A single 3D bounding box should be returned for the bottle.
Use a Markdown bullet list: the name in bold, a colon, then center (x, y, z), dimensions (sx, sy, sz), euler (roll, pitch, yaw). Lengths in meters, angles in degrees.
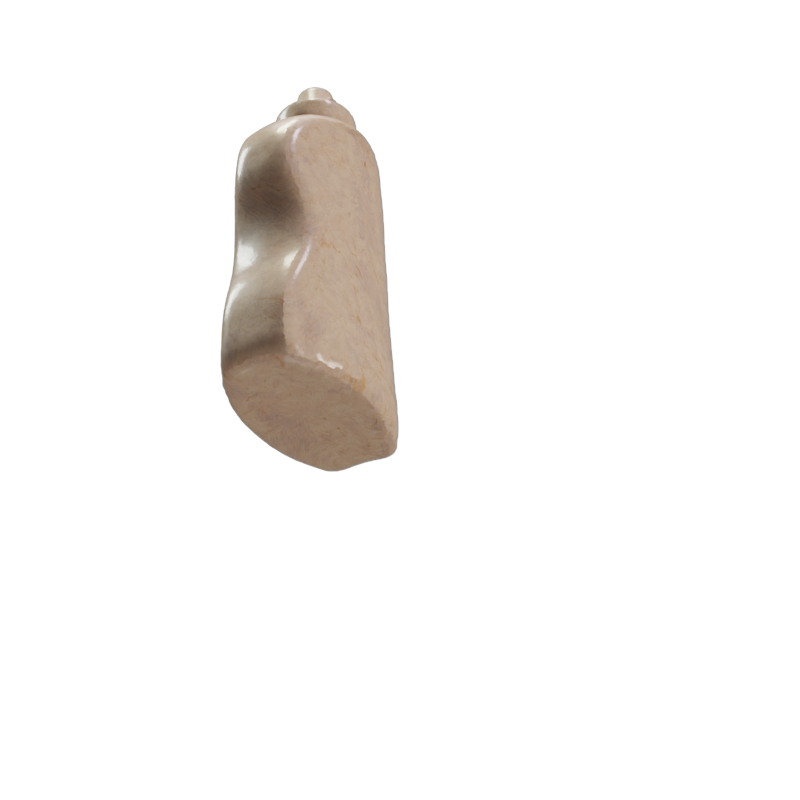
- **bottle**: center (-0.039, -0.072, 0.506), dimensions (0.059, 0.206, 0.089), euler (-21, -41, 22)
